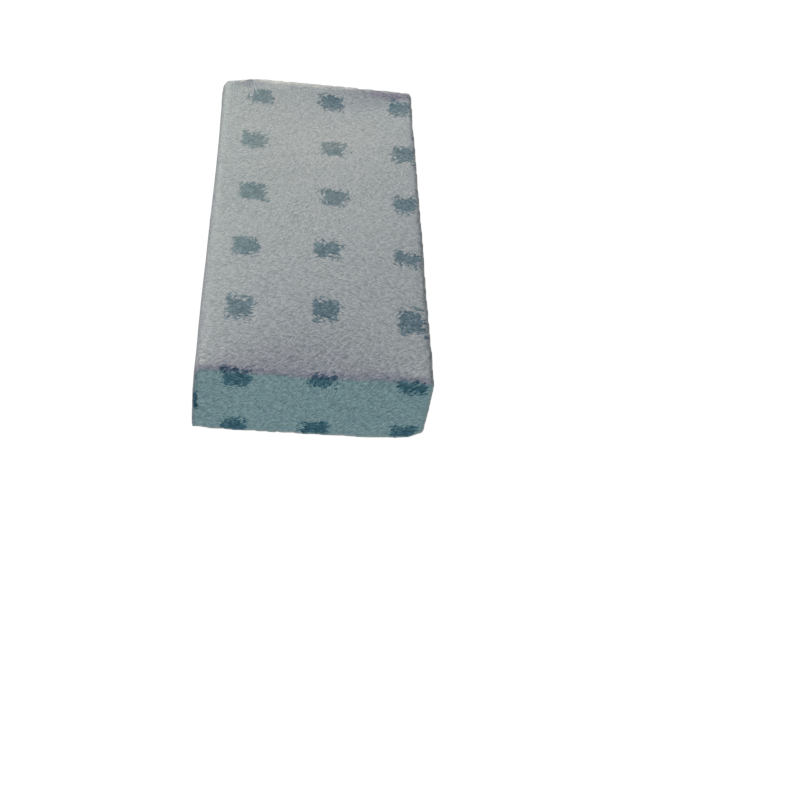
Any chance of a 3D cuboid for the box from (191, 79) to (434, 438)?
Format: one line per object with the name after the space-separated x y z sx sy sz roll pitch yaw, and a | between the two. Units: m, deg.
-0.038 -0.069 0.484 0.092 0.189 0.045 2 -38 -7 | box
